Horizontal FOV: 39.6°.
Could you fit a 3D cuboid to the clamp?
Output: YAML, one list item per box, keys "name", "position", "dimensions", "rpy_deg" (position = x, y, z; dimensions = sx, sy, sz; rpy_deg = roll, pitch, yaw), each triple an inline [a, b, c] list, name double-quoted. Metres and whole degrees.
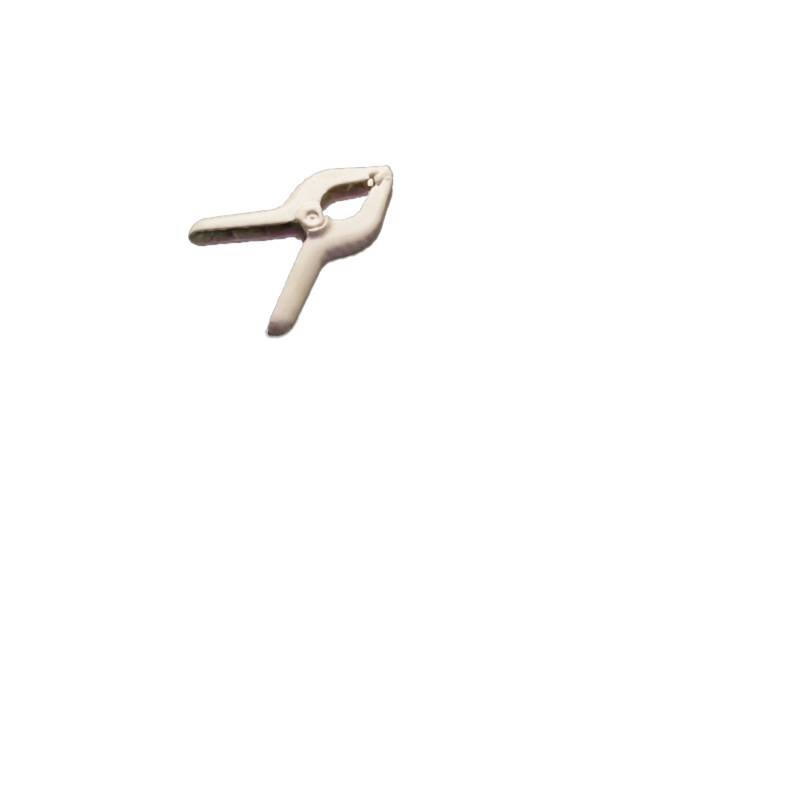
- name: "clamp"
  position: [-0.069, -0.126, 0.881]
  dimensions: [0.171, 0.127, 0.037]
  rpy_deg: [-28, -20, -11]
